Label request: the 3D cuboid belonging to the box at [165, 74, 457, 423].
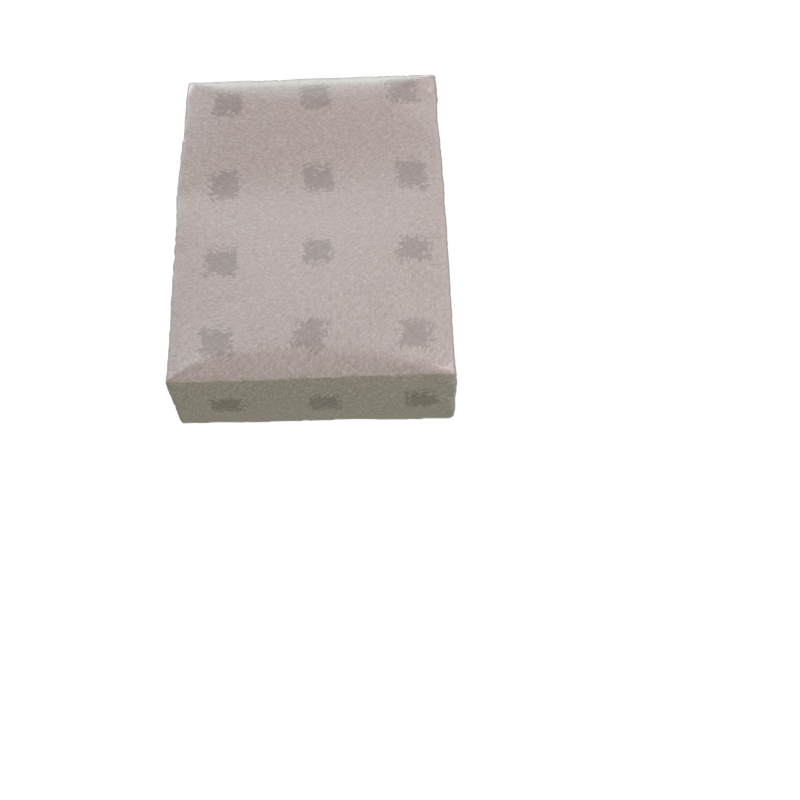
[{"bbox_3d":[-0.053,-0.097,0.681,0.164,0.227,0.067,-2,-28,1],"label":"box"}]
